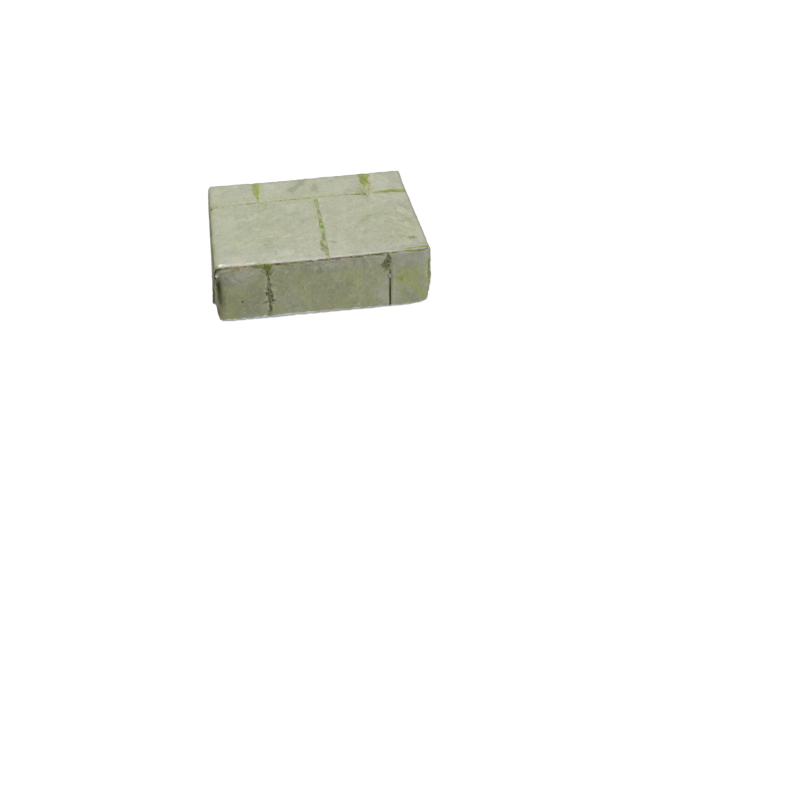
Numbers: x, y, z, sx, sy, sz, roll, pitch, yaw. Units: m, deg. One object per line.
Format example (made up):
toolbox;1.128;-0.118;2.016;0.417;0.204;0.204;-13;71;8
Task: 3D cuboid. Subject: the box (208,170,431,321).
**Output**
box;-0.047;-0.086;0.602;0.113;0.036;0.097;-5;37;-7
